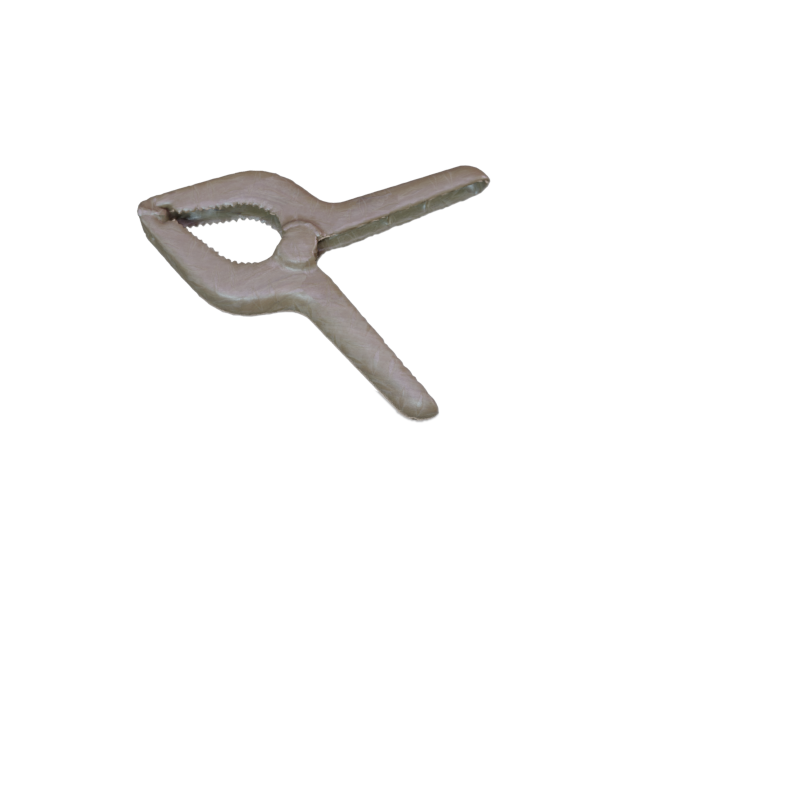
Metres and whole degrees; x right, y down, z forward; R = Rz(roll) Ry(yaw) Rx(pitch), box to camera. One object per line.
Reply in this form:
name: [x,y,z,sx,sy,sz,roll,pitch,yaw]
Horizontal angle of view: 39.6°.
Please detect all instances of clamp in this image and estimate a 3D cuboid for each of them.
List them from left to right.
clamp: [-0.052,-0.096,0.670,0.214,0.171,0.034,19,-23,9]
